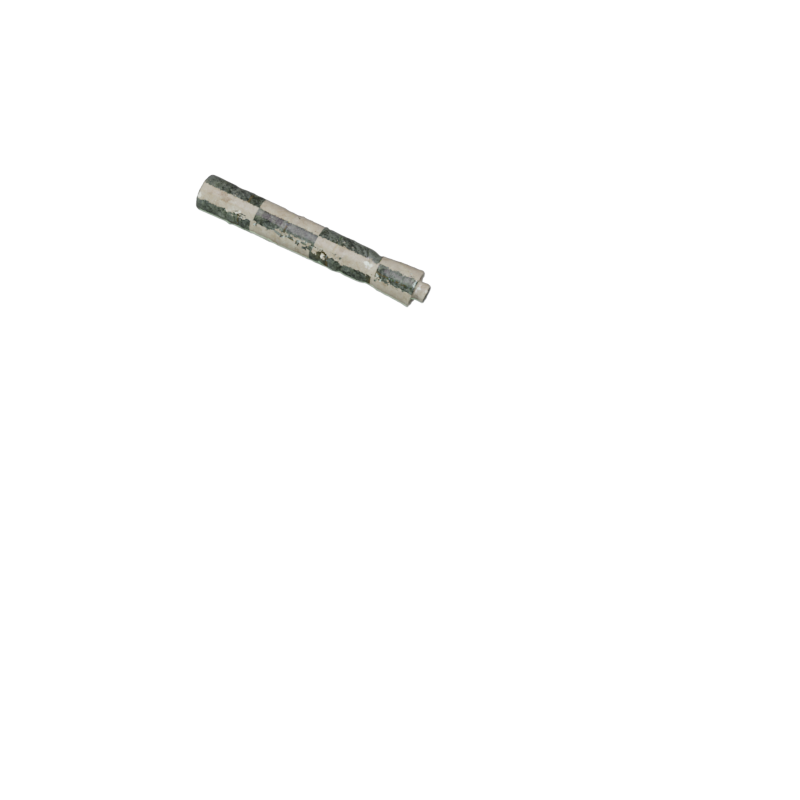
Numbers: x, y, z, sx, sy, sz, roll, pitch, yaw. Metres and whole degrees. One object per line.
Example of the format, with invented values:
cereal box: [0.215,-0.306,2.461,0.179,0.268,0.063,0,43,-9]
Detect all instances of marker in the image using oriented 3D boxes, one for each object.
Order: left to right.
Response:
marker: [-0.042,-0.076,0.534,0.124,0.019,0.019,26,8,11]
